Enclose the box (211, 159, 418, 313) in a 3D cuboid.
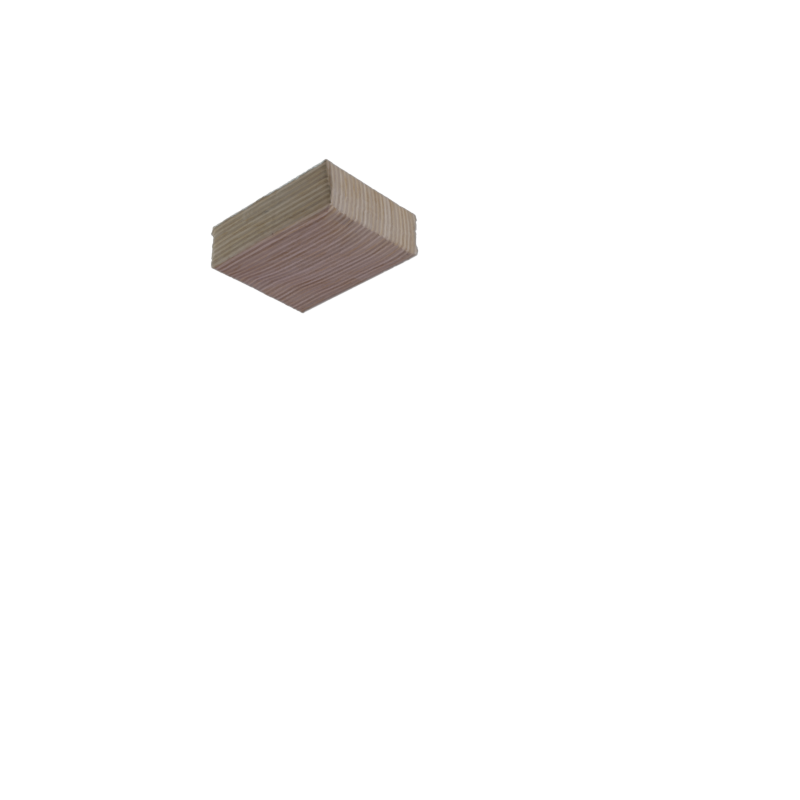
[{"bbox_3d":[-0.059,-0.107,0.748,0.114,0.041,0.084,-21,-33,37],"label":"box"}]
